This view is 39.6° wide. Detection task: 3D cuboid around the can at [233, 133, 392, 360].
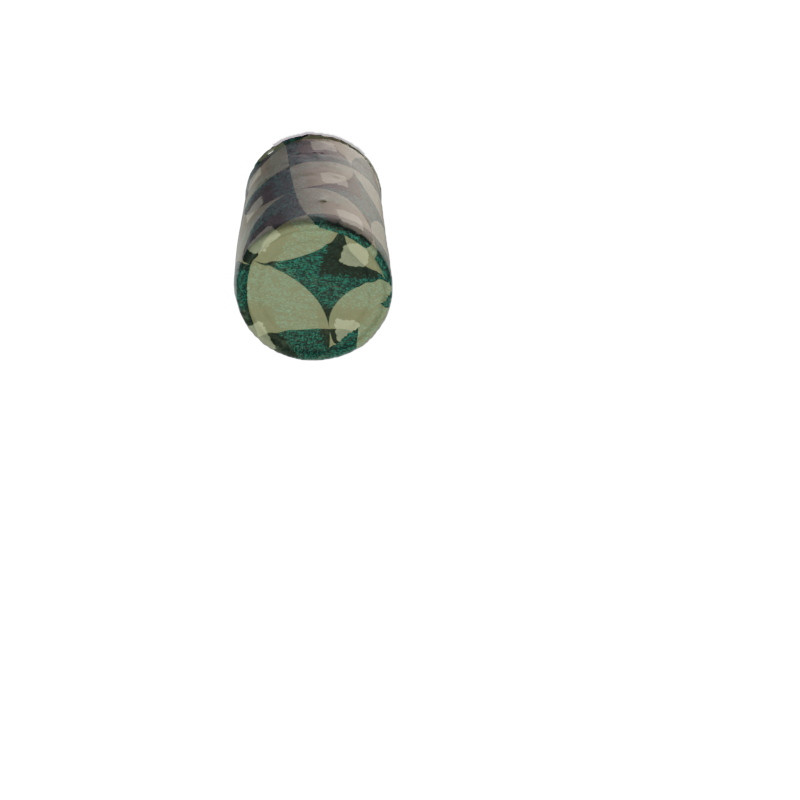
[{"bbox_3d":[-0.040,-0.072,0.506,0.068,0.065,0.109,0,31,-3],"label":"can"}]
